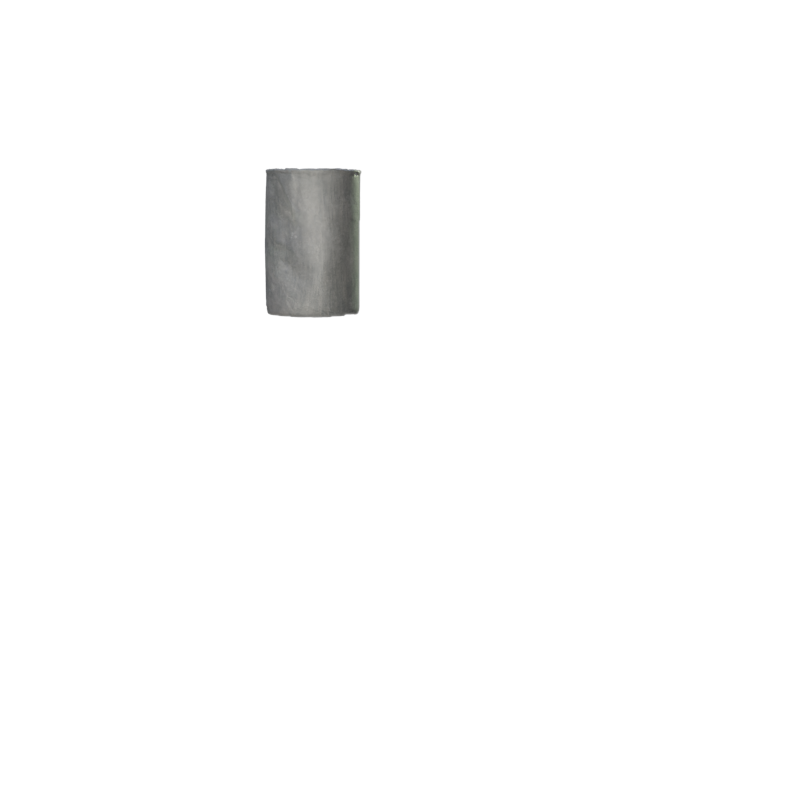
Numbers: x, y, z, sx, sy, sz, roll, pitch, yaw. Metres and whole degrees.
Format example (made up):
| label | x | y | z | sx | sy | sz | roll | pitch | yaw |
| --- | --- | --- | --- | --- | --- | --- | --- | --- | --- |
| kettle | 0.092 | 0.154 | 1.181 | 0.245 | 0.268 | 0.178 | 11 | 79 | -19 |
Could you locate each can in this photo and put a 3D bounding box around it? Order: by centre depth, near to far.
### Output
| label | x | y | z | sx | sy | sz | roll | pitch | yaw |
| --- | --- | --- | --- | --- | --- | --- | --- | --- | --- |
| can | -0.061 | -0.112 | 0.784 | 0.068 | 0.102 | 0.069 | 0 | 4 | -2 |
